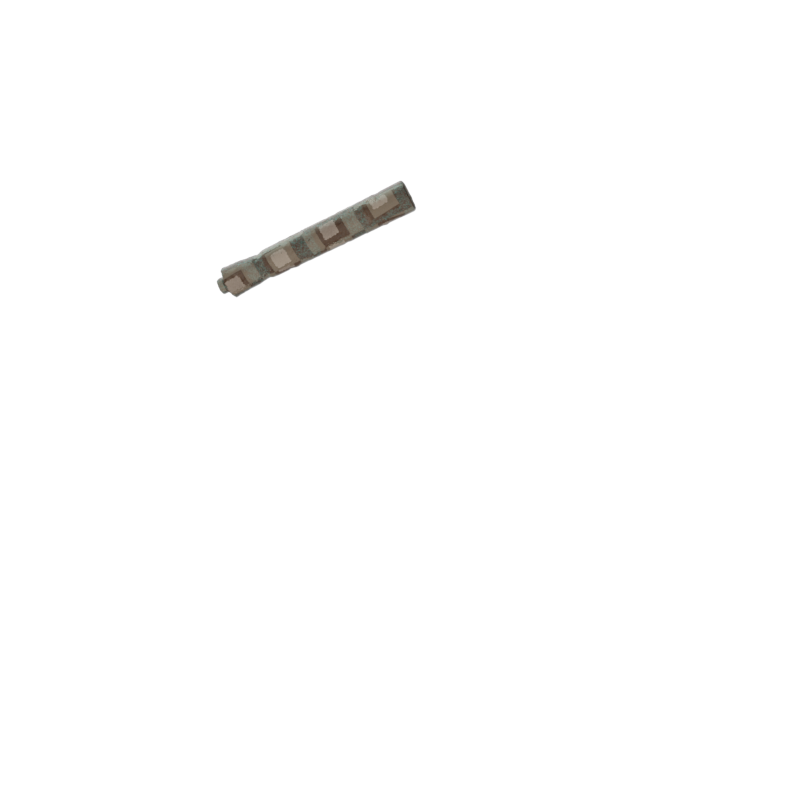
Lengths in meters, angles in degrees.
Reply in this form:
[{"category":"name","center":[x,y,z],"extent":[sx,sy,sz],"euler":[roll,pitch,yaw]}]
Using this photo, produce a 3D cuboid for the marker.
[{"category":"marker","center":[-0.049,-0.090,0.629],"extent":[0.121,0.020,0.020],"euler":[-25,0,10]}]
